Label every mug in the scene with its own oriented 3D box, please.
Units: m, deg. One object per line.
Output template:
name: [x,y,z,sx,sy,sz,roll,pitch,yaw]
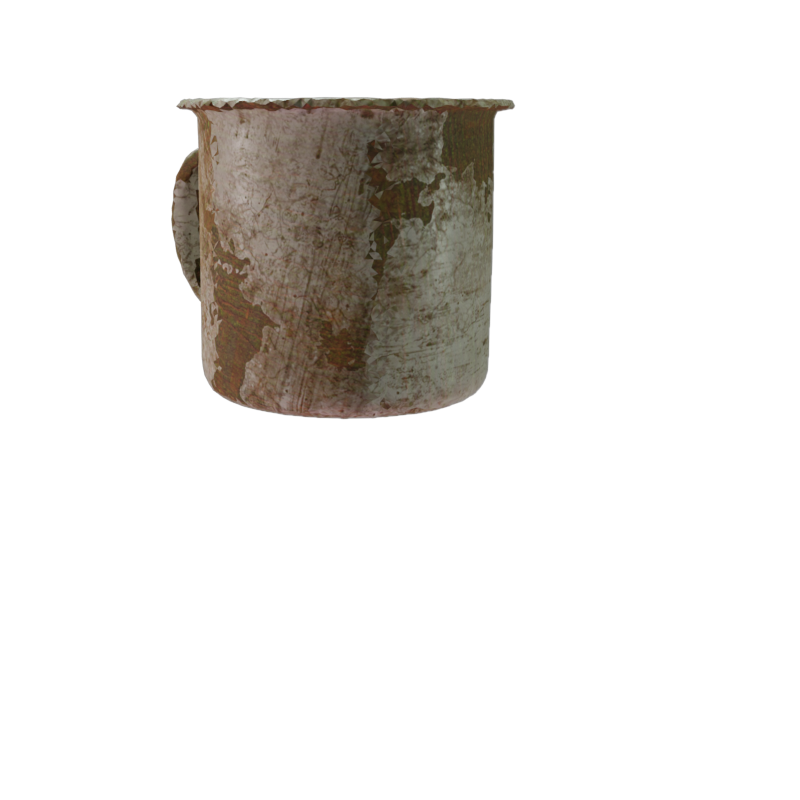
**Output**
mug: [-0.025,-0.046,0.320,0.123,0.080,0.091,10,15,38]
